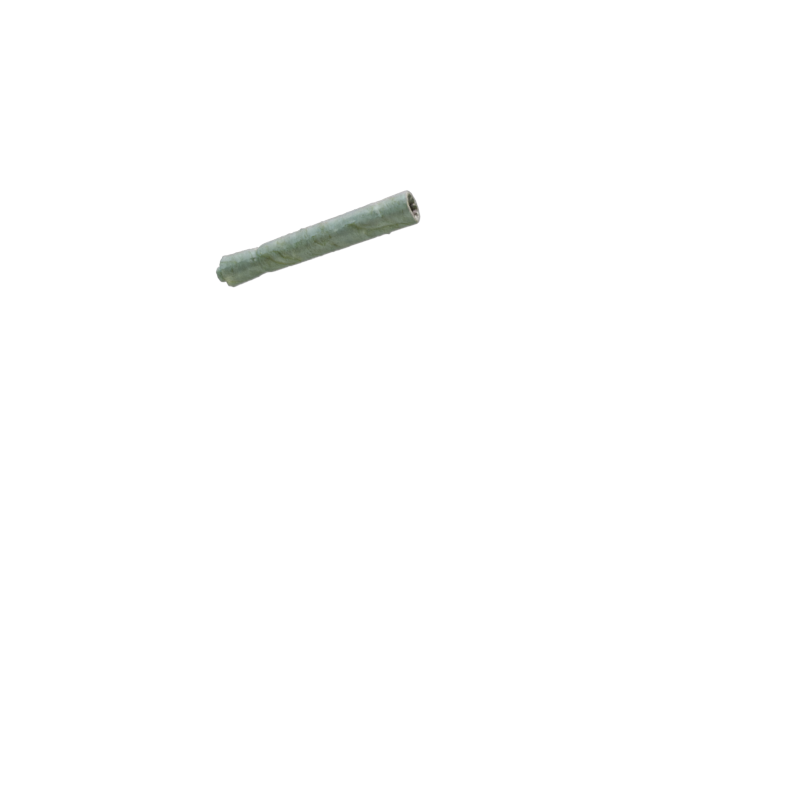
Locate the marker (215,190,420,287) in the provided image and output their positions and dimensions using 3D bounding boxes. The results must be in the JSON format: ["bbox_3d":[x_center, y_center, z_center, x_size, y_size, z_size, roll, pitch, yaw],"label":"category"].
[{"bbox_3d":[-0.048,-0.087,0.609,0.122,0.020,0.019,-16,-2,21],"label":"marker"}]
